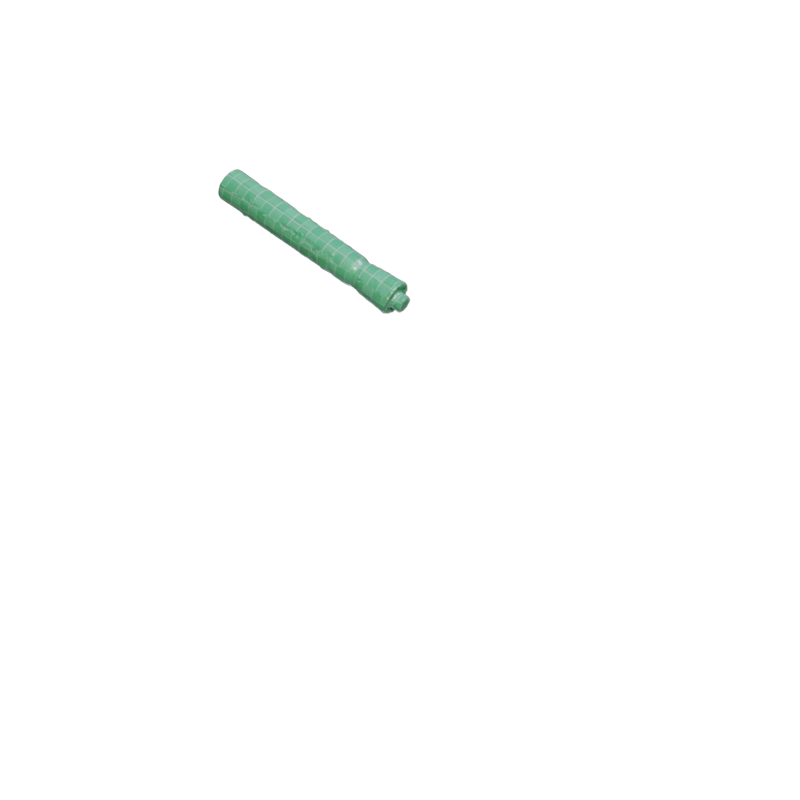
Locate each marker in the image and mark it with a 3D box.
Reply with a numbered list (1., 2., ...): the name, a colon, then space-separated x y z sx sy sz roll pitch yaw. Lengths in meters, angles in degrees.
1. marker: -0.045 -0.082 0.573 0.128 0.019 0.019 37 19 23
